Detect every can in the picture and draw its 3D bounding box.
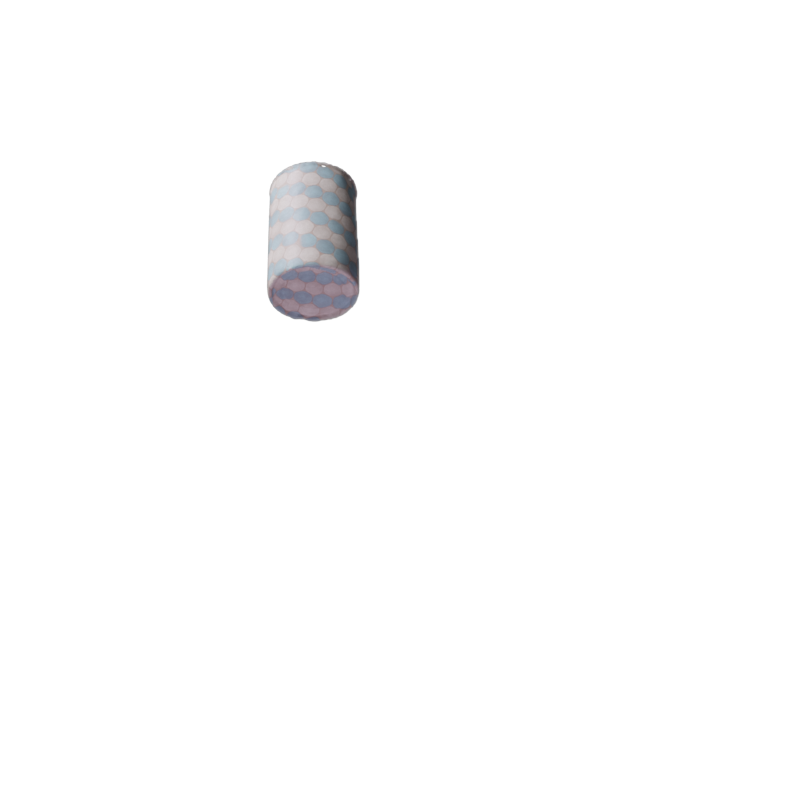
[{"bbox_3d":[-0.064,-0.117,0.823,0.068,0.110,0.064,-1,-38,-3],"label":"can"}]
